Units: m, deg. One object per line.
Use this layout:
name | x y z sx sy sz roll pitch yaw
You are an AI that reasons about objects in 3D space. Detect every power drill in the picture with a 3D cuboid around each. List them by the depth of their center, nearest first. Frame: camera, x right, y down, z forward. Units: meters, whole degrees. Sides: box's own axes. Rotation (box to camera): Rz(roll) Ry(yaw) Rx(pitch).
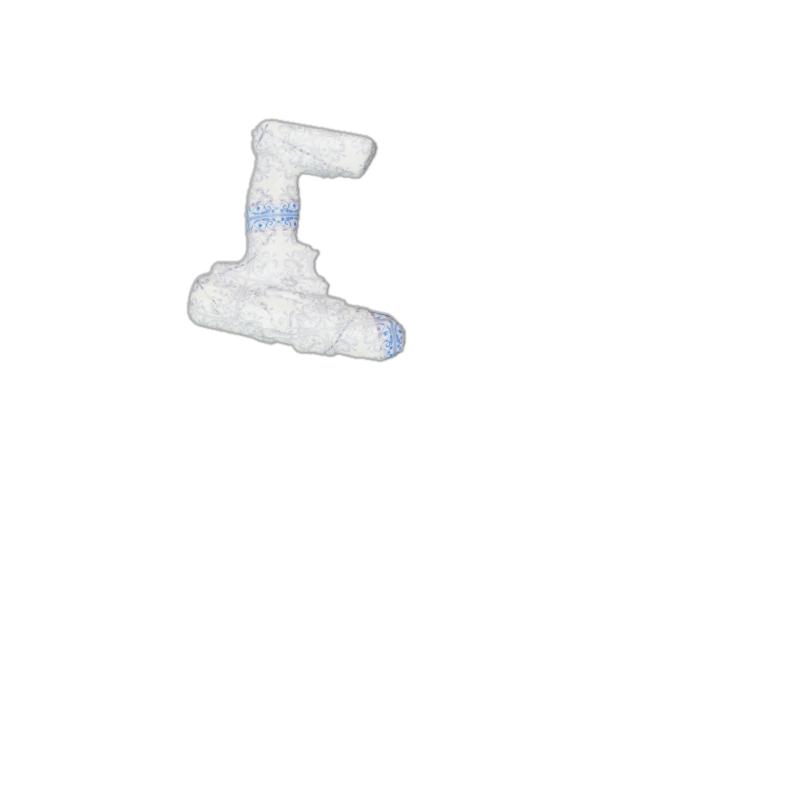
power drill | -0.073 -0.134 0.938 0.185 0.191 0.056 11 -8 1
